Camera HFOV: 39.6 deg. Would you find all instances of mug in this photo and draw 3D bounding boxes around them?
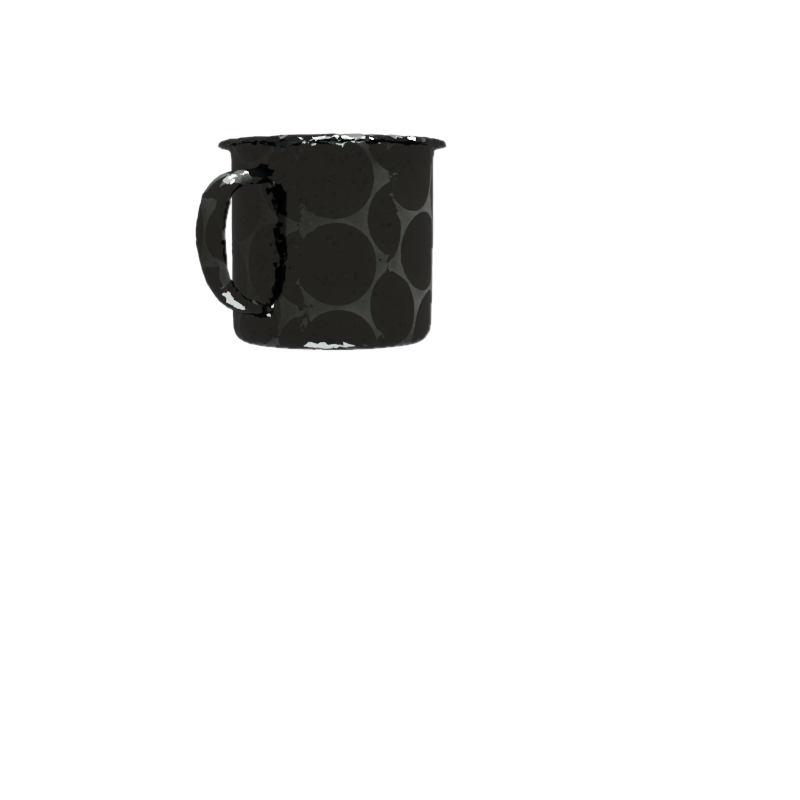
[{"bbox_3d":[-0.035,-0.064,0.445,0.097,0.081,0.113,5,8,37],"label":"mug"}]
